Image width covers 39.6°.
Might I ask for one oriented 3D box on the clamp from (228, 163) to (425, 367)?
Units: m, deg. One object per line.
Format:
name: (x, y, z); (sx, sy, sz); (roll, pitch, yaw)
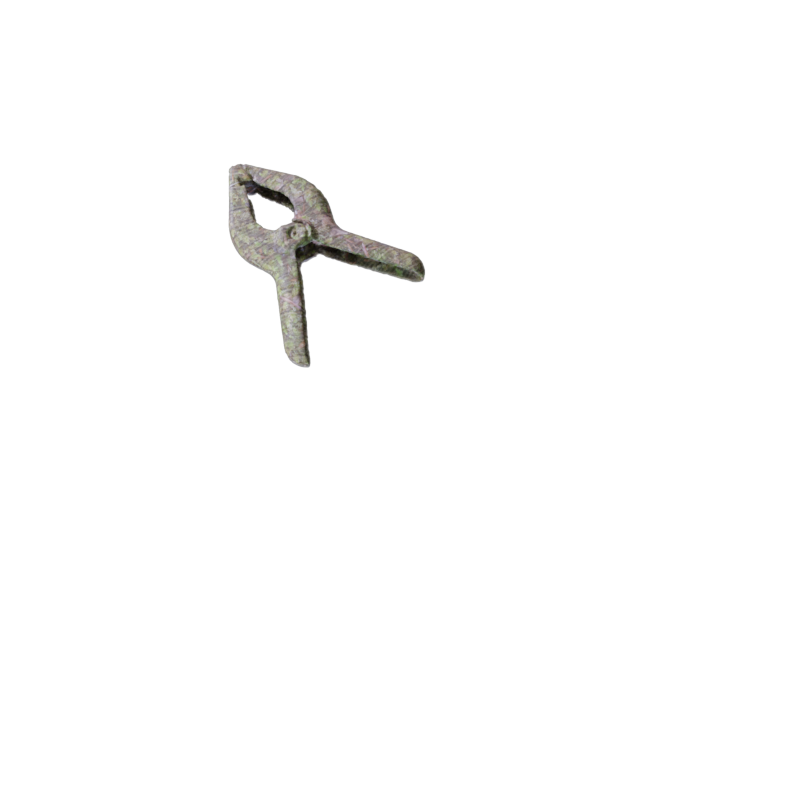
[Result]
clamp: (-0.066, -0.120, 0.837); (0.120, 0.182, 0.037); (-27, -23, -13)
